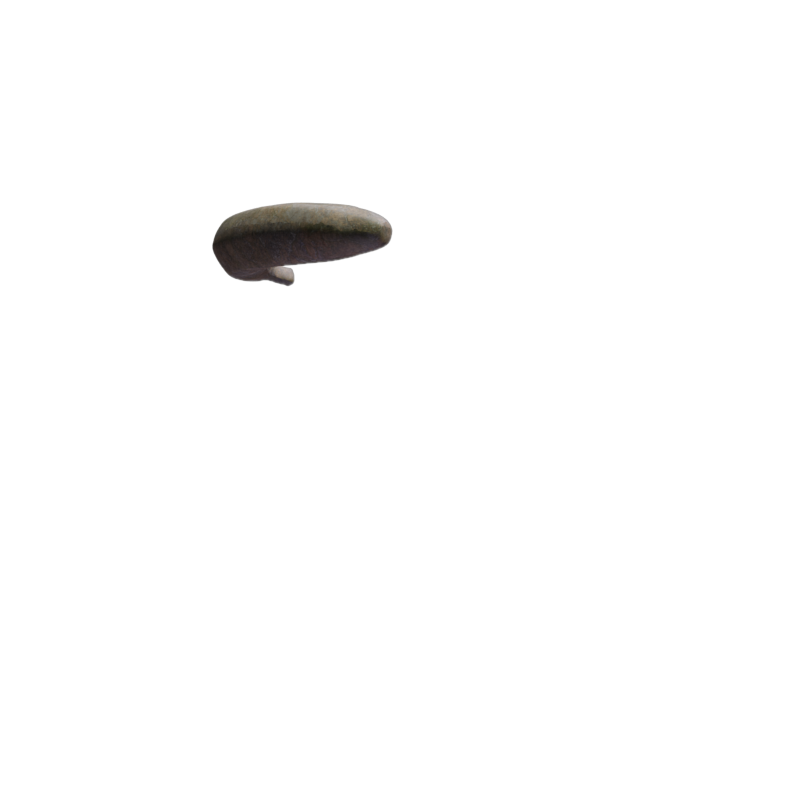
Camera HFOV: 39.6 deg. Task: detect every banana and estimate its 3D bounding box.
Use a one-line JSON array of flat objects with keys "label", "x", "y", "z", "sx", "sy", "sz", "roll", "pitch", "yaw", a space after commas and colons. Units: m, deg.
[{"label": "banana", "x": -0.070, "y": -0.093, "z": 0.648, "sx": 0.068, "sy": 0.037, "sz": 0.201, "roll": 0, "pitch": 1, "yaw": -20}]
